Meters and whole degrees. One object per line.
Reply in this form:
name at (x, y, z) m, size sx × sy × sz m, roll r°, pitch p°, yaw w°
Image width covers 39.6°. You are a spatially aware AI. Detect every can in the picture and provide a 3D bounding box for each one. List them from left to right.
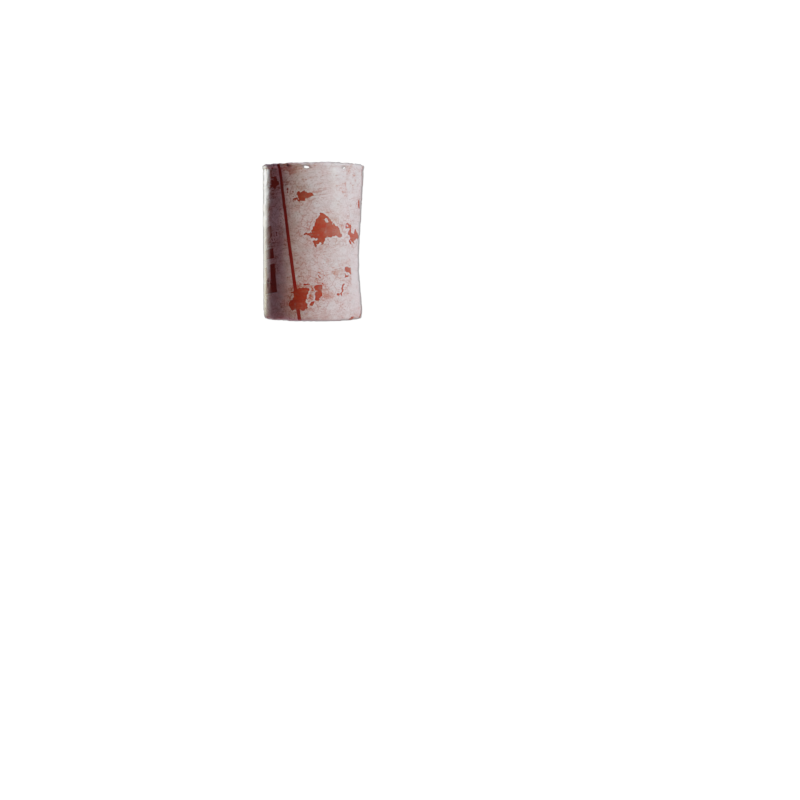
can at (-0.058, -0.106, 0.739) m, size 0.068 × 0.102 × 0.069 m, roll 0°, pitch 3°, yaw -2°
